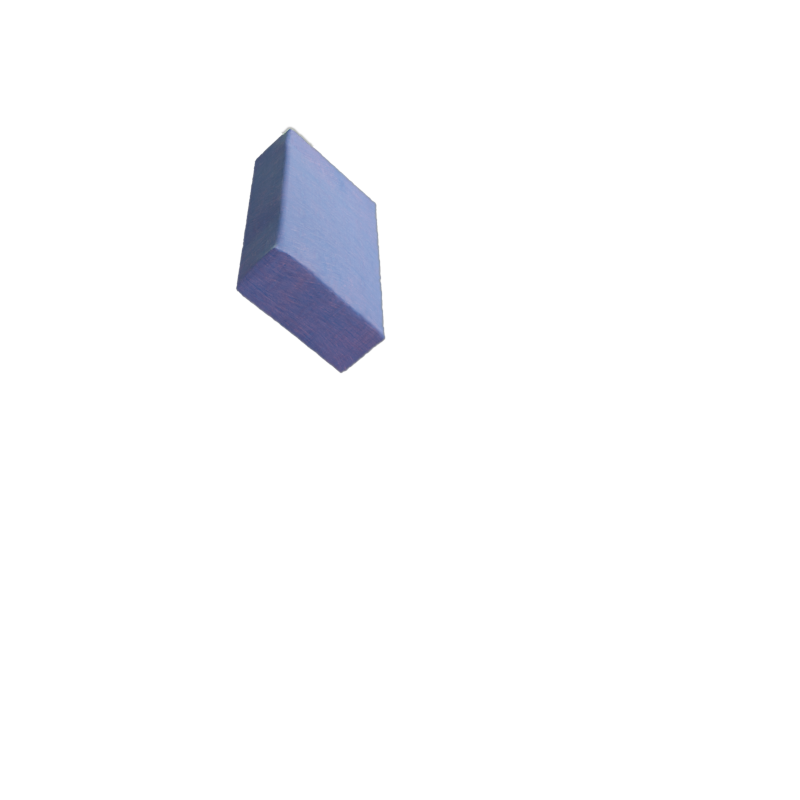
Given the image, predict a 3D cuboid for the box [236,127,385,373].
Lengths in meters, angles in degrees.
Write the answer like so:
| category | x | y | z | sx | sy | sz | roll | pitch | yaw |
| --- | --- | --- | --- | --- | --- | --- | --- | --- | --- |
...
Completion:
| category | x | y | z | sx | sy | sz | roll | pitch | yaw |
| --- | --- | --- | --- | --- | --- | --- | --- | --- | --- |
| box | -0.058 | -0.106 | 0.743 | 0.089 | 0.047 | 0.188 | 39 | 23 | -24 |
